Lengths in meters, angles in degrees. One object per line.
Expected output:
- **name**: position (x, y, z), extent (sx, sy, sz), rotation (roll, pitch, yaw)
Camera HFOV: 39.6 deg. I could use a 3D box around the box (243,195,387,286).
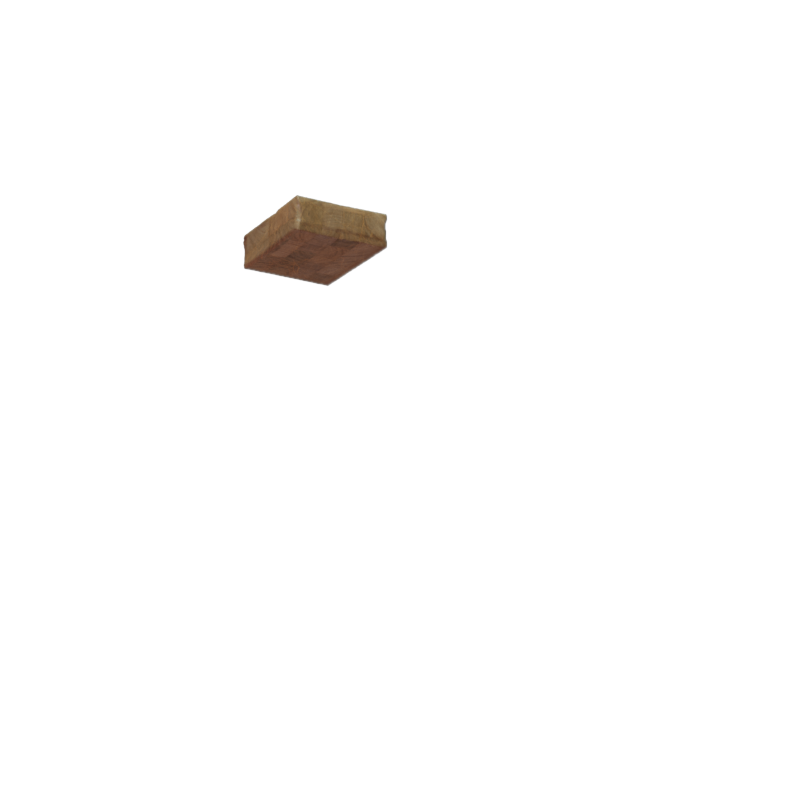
- **box**: position (-0.063, -0.114, 0.802), extent (0.070, 0.031, 0.089), rotation (9, -18, -30)
